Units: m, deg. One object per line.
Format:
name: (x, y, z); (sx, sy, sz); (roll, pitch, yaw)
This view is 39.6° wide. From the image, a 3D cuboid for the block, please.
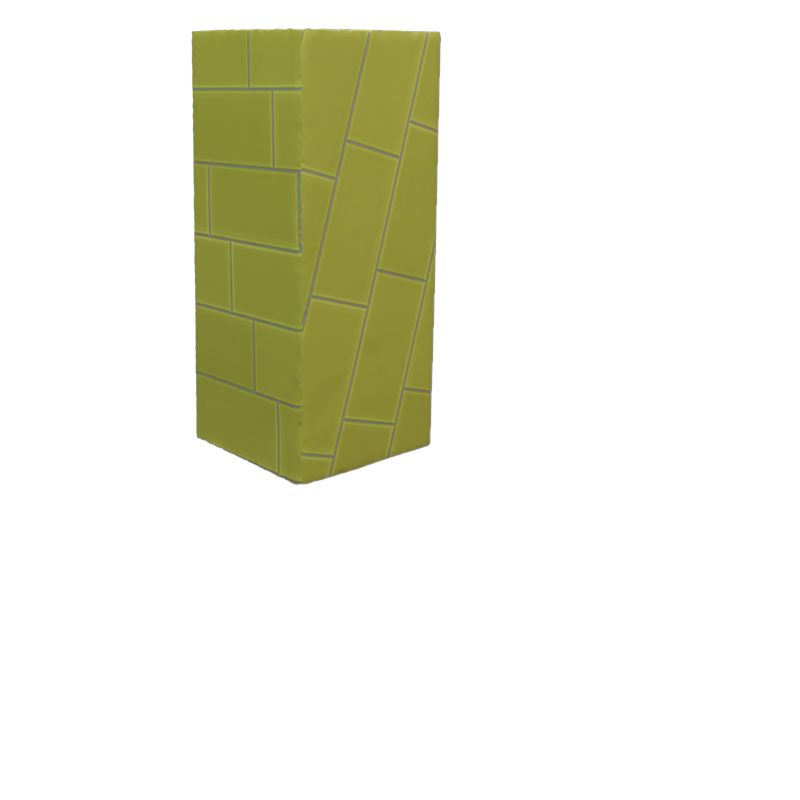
block: (-0.042, -0.078, 0.549); (0.088, 0.201, 0.096); (-9, 14, -41)
